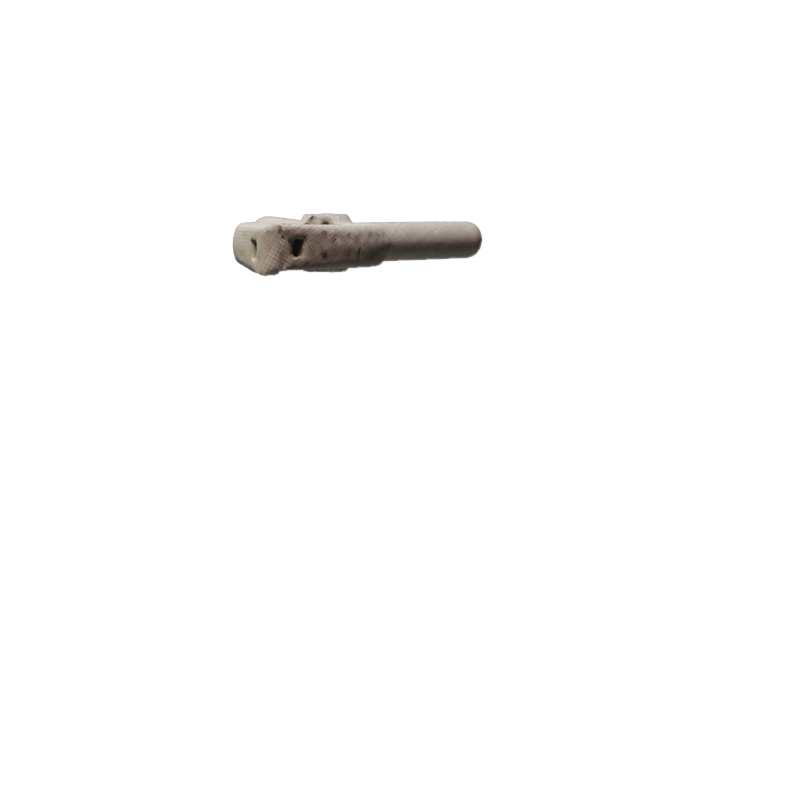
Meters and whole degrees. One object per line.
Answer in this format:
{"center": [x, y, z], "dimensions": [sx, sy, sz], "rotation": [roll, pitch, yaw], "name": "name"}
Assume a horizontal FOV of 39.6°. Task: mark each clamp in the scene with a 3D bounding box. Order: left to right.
{"center": [-0.055, -0.100, 0.700], "dimensions": [0.170, 0.036, 0.207], "rotation": [4, 11, 22], "name": "clamp"}
